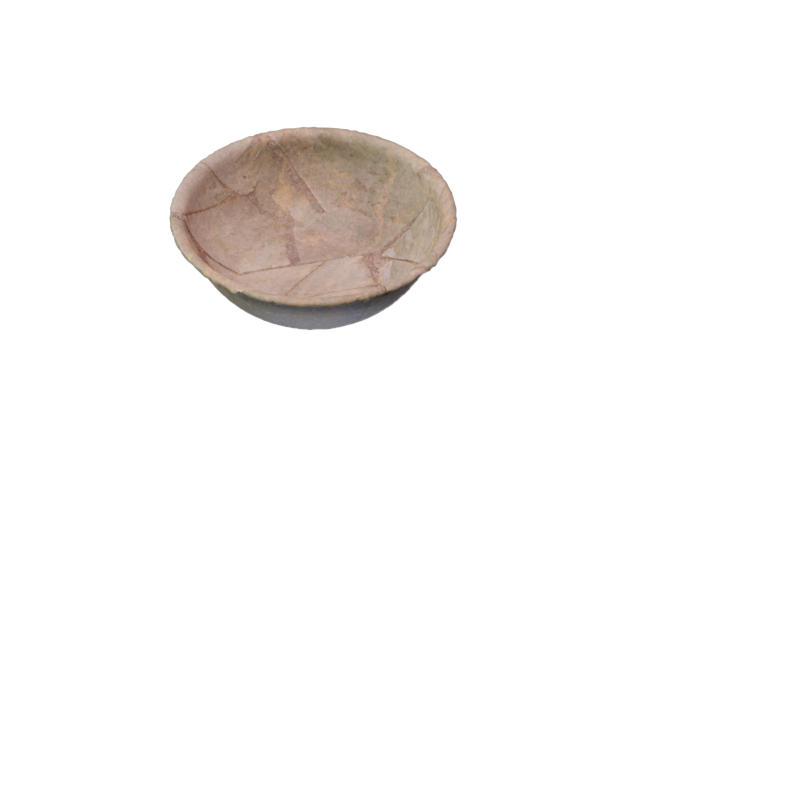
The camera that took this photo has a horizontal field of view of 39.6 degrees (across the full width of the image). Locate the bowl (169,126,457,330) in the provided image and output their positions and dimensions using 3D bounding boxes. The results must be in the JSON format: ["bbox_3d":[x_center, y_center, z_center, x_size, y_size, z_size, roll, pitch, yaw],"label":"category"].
[{"bbox_3d":[-0.050,-0.092,0.641,0.162,0.051,0.174,-1,45,-1],"label":"bowl"}]
